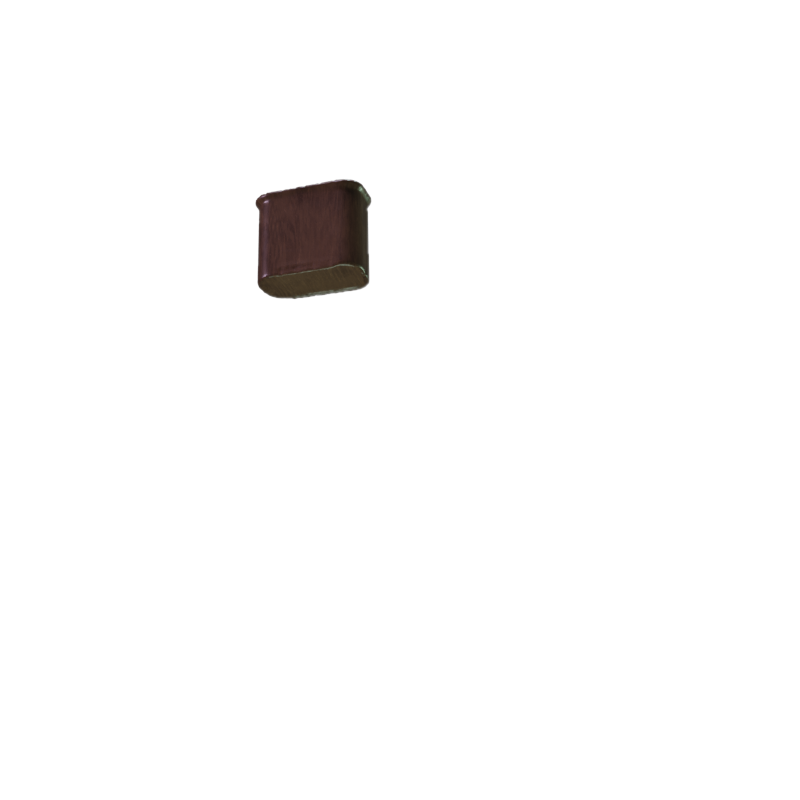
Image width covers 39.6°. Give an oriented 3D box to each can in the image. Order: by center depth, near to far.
[{"bbox_3d":[-0.077,-0.140,0.981,0.103,0.089,0.053,-8,-25,16],"label":"can"}]
